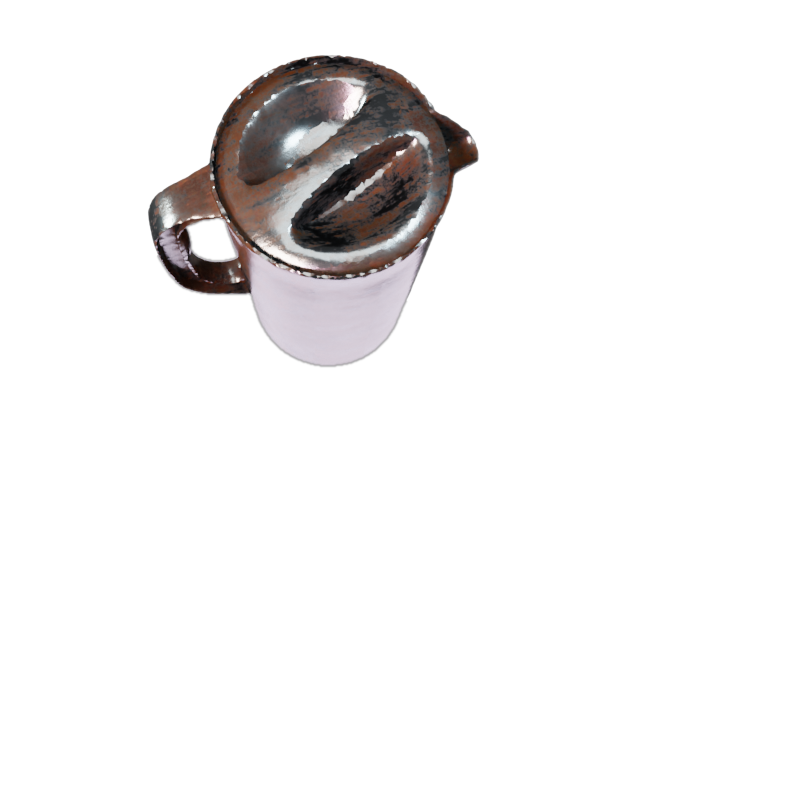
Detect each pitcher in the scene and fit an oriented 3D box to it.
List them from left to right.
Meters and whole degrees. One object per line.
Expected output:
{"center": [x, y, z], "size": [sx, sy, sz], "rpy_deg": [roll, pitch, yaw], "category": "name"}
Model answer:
{"center": [-0.055, -0.100, 0.703], "size": [0.152, 0.148, 0.233], "rpy_deg": [30, -15, 5], "category": "pitcher"}
